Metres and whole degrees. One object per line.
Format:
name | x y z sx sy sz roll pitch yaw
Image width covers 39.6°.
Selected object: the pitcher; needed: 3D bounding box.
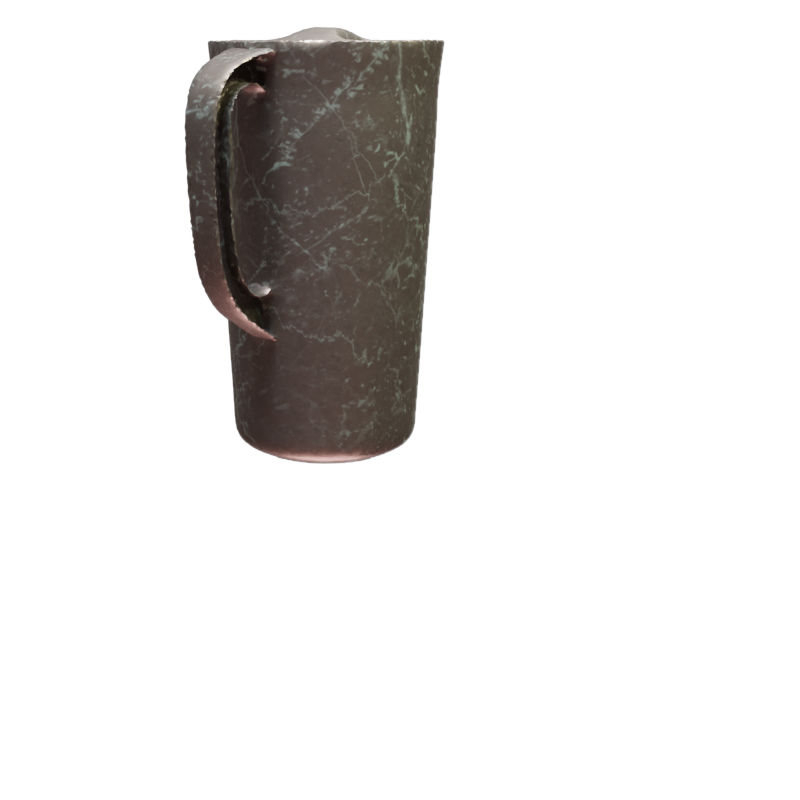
pitcher | -0.050 -0.091 0.639 0.147 0.237 0.151 -2 12 -11
